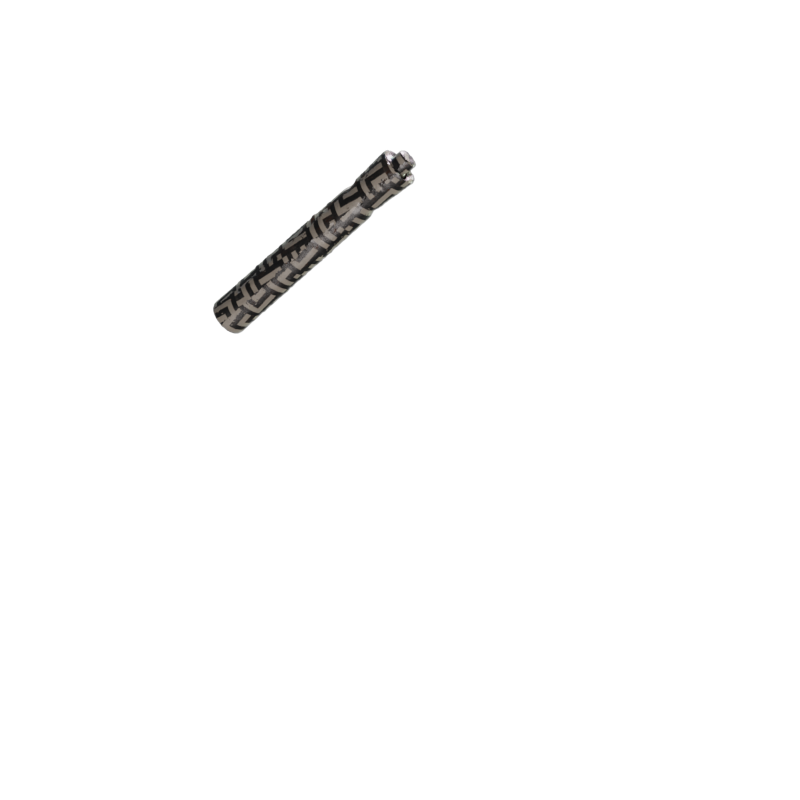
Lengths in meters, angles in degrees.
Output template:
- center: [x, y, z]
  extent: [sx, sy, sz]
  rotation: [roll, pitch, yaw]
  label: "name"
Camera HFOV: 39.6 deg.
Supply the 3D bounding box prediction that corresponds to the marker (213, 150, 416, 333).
- center: [-0.039, -0.072, 0.503]
  extent: [0.119, 0.021, 0.019]
  rotation: [-38, -15, 25]
  label: "marker"
